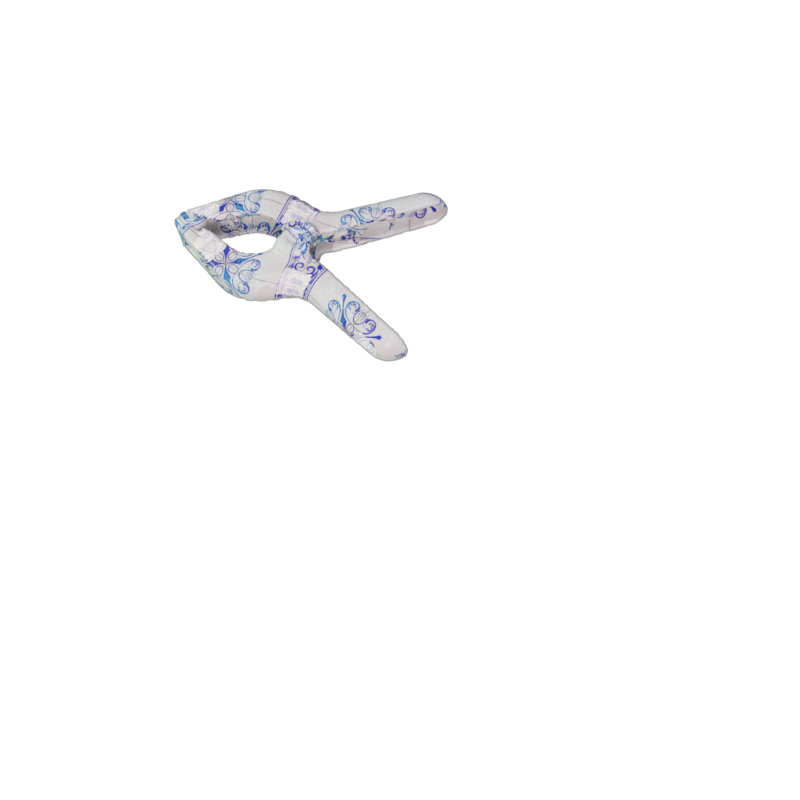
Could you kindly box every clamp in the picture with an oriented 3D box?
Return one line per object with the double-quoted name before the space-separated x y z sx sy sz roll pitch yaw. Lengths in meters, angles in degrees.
"clamp" -0.055 -0.101 0.705 0.177 0.125 0.037 21 -34 14
